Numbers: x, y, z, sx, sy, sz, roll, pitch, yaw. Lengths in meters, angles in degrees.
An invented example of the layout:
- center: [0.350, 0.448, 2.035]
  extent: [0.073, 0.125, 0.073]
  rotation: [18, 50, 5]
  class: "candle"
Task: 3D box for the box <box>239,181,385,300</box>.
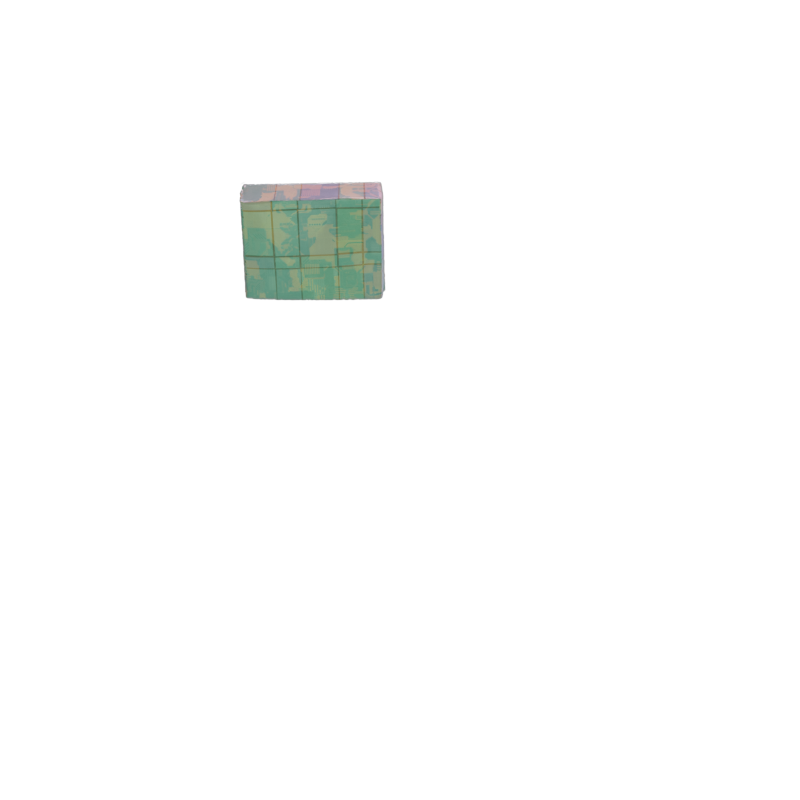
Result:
- center: [-0.069, -0.126, 0.882]
  extent: [0.113, 0.085, 0.041]
  rotation: [-1, 27, 0]
  class: "box"
